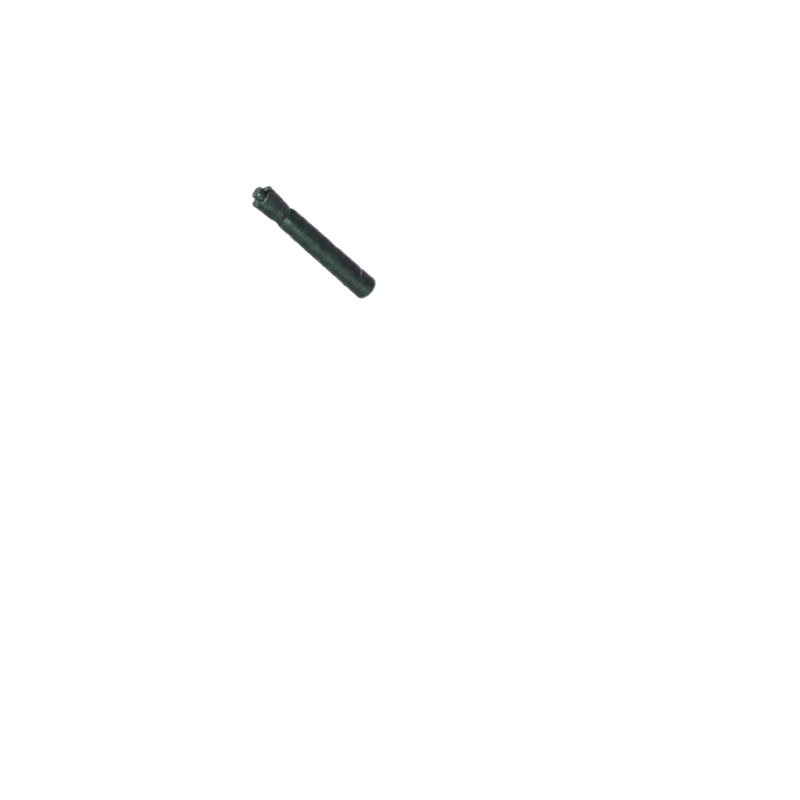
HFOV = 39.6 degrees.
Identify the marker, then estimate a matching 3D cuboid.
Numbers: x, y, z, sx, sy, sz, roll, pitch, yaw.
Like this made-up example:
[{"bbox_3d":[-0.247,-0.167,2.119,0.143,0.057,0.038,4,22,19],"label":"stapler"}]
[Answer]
[{"bbox_3d":[-0.064,-0.117,0.817,0.114,0.020,0.020,40,-18,-27],"label":"marker"}]
